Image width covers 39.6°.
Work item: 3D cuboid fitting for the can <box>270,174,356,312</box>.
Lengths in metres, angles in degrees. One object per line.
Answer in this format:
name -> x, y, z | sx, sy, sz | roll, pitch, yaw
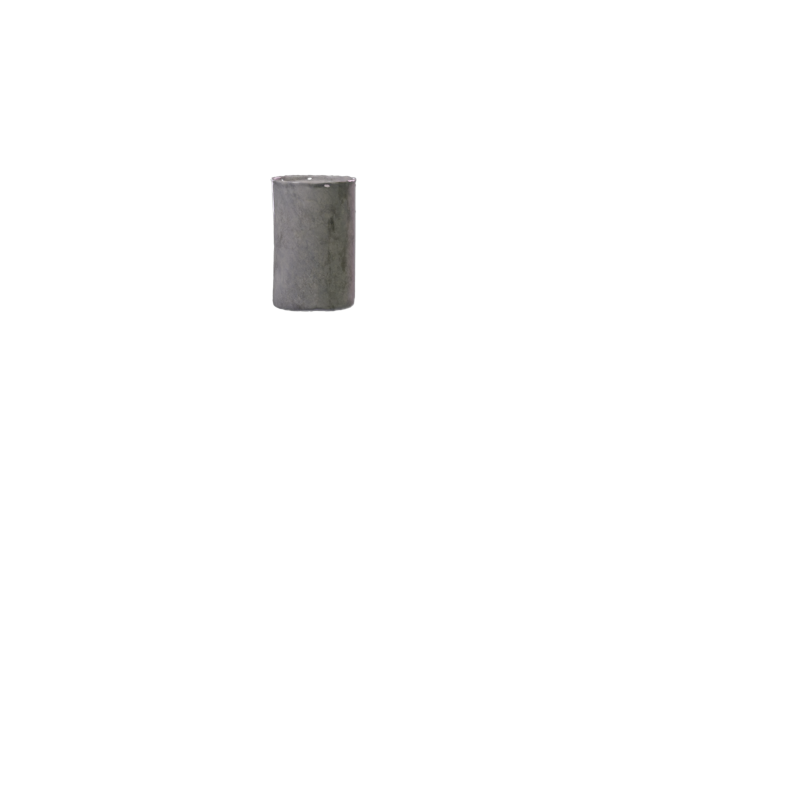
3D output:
can -> -0.069, -0.126, 0.880 | 0.068, 0.100, 0.070 | 0, 10, -2
